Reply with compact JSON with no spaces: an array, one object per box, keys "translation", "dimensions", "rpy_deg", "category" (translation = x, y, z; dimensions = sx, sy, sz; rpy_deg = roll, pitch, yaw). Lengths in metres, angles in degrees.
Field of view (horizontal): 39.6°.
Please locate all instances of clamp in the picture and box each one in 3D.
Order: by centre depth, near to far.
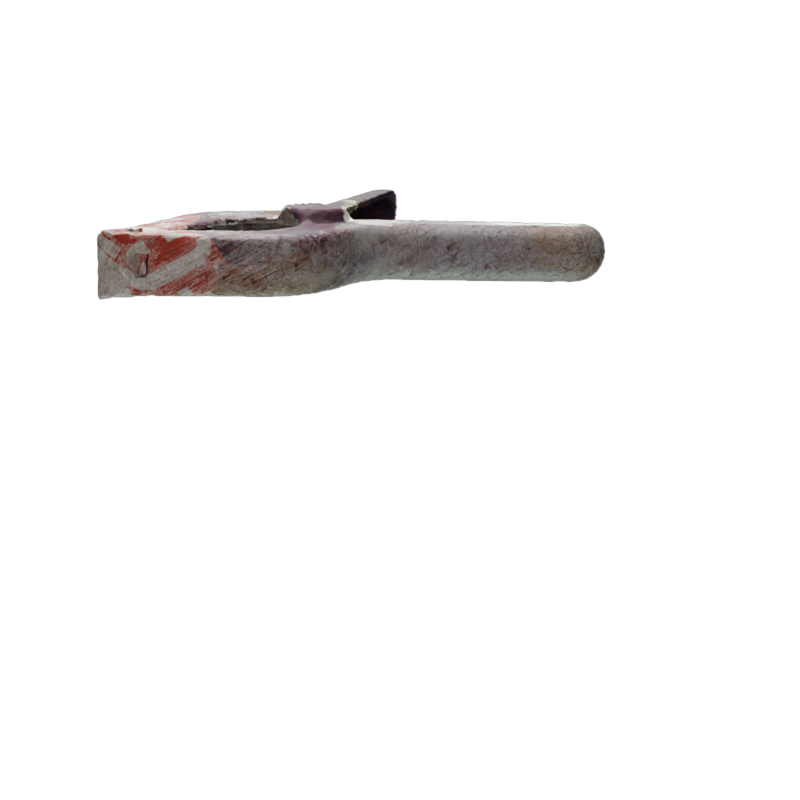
[{"translation":[-0.040,-0.072,0.505],"dimensions":[0.205,0.035,0.174],"rpy_deg":[-8,18,-26],"category":"clamp"}]
